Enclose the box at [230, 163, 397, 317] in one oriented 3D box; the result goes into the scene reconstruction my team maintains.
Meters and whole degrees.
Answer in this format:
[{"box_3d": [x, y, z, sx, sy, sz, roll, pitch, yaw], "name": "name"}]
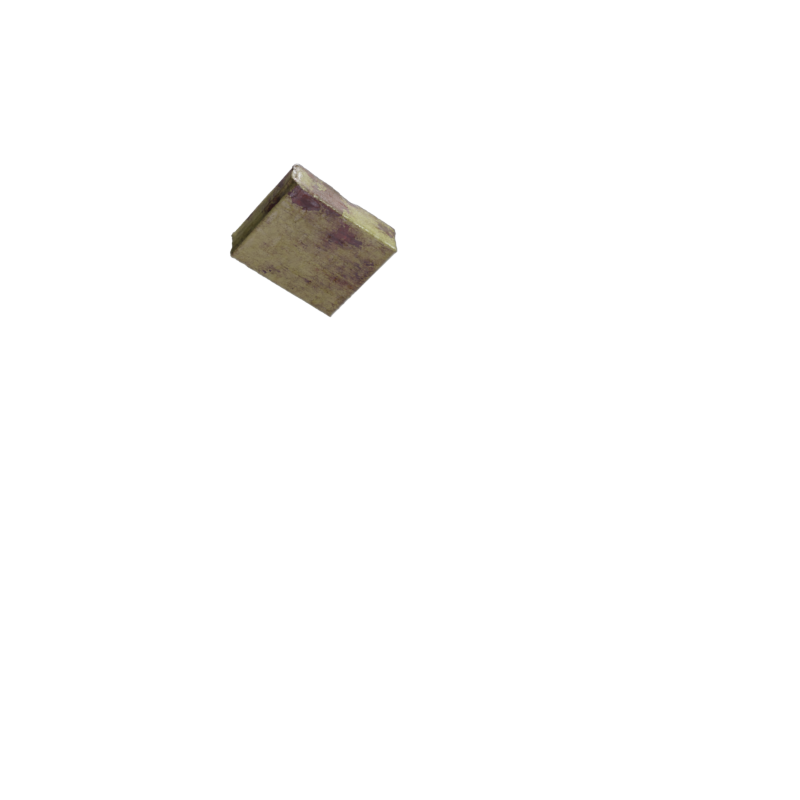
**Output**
[{"box_3d": [-0.059, -0.107, 0.748, 0.085, 0.072, 0.032, 32, 30, -23], "name": "box"}]
